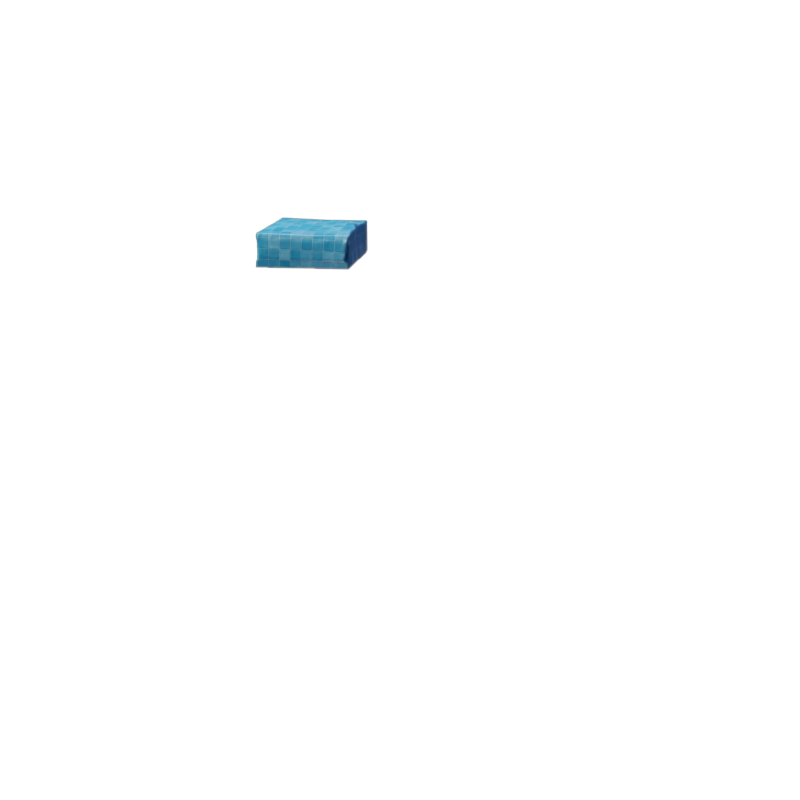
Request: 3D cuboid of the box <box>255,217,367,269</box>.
[{"bbox_3d":[-0.068,-0.125,0.874,0.074,0.029,0.091,3,16,9],"label":"box"}]
